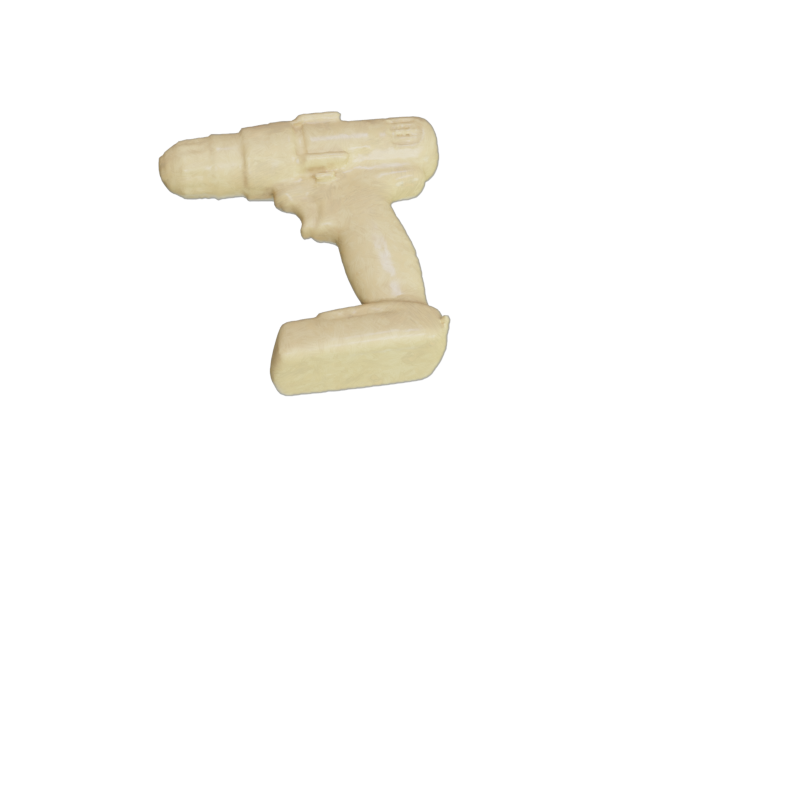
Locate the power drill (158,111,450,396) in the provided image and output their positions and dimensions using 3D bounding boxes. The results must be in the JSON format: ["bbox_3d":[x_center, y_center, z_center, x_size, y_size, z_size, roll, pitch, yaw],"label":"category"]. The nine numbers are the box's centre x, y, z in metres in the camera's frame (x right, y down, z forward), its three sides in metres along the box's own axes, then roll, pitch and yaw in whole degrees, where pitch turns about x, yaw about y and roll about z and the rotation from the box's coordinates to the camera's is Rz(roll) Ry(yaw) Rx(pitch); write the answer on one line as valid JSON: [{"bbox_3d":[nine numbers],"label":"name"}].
[{"bbox_3d":[-0.054,-0.099,0.692,0.183,0.201,0.054,-8,-31,-5],"label":"power drill"}]
